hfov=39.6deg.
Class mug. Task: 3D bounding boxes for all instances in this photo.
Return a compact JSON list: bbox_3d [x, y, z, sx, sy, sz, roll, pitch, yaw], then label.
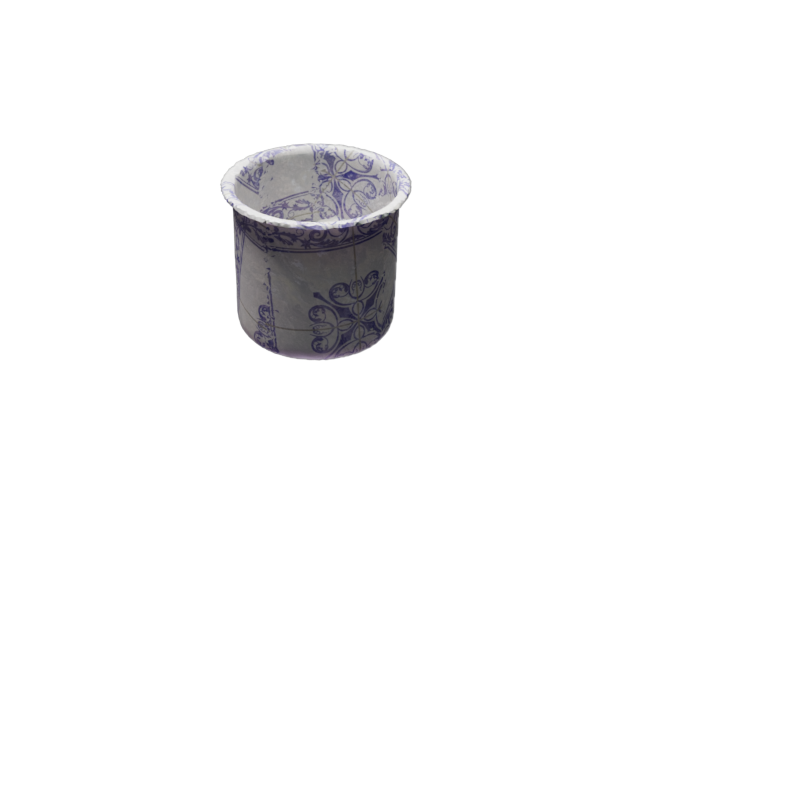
[{"bbox_3d":[-0.045,-0.081,0.570,0.092,0.076,0.126,-4,34,-8],"label":"mug"}]
